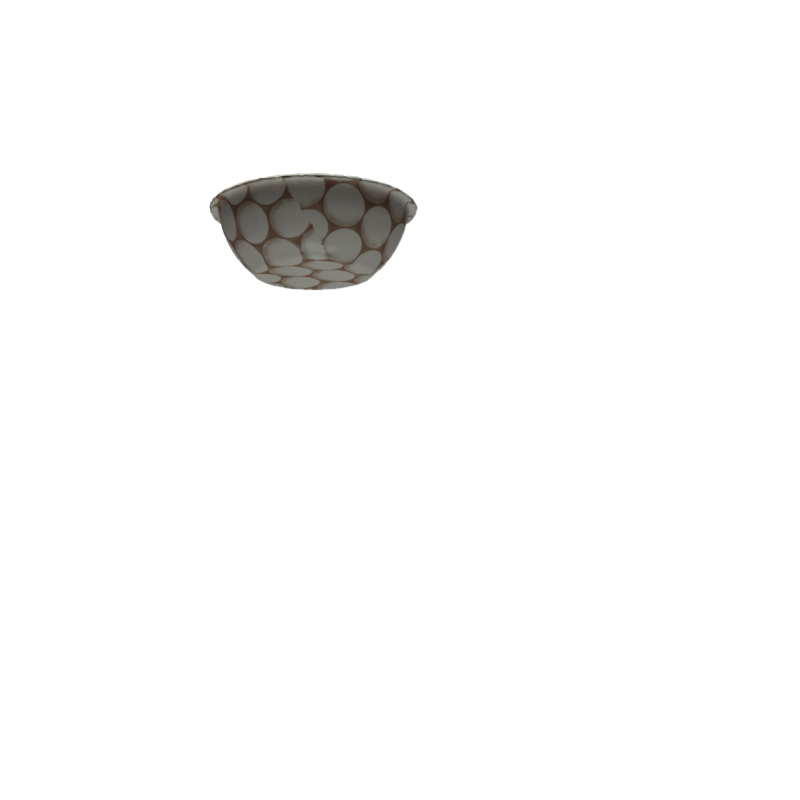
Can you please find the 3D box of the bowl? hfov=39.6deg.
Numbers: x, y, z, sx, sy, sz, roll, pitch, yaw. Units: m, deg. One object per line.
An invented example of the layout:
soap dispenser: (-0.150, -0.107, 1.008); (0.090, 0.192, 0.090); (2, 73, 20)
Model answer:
bowl: (-0.067, -0.122, 0.857); (0.162, 0.057, 0.157); (0, -10, -2)
